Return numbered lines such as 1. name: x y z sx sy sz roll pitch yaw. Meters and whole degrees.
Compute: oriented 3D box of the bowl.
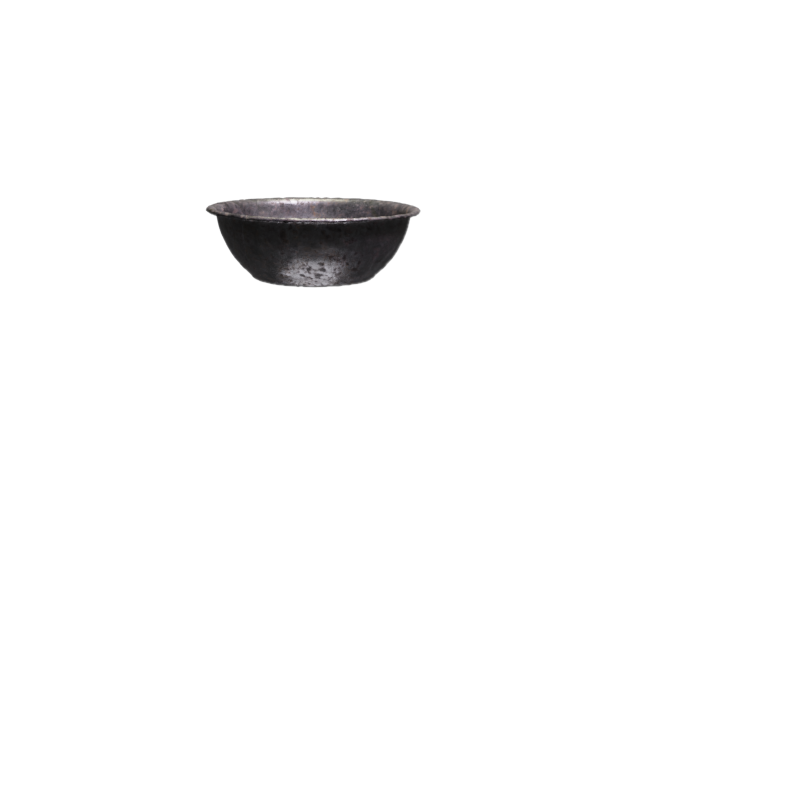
1. bowl: -0.066 -0.120 0.841 0.162 0.054 0.167 0 15 -2
